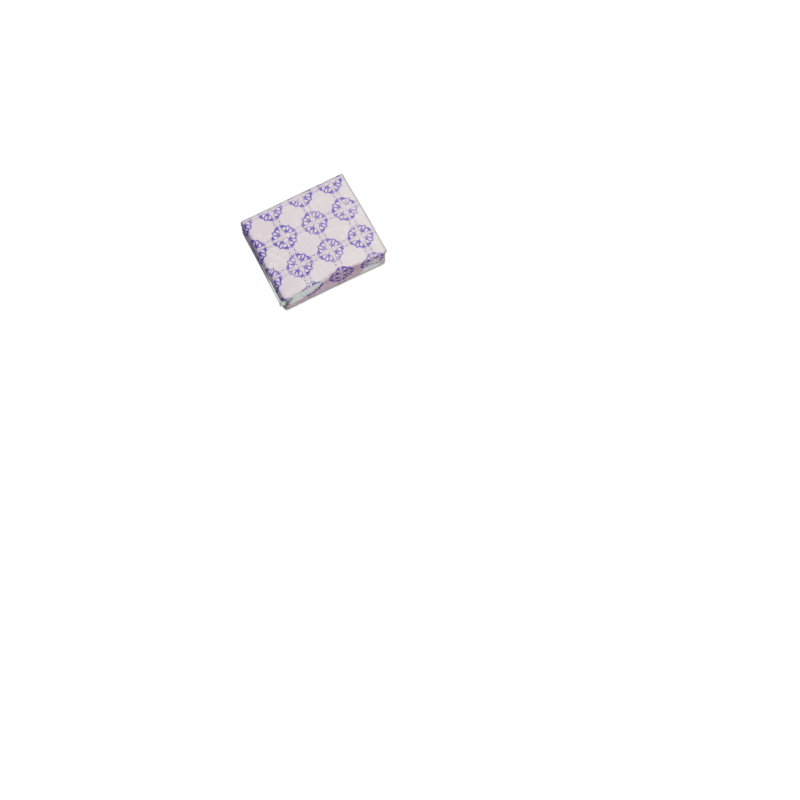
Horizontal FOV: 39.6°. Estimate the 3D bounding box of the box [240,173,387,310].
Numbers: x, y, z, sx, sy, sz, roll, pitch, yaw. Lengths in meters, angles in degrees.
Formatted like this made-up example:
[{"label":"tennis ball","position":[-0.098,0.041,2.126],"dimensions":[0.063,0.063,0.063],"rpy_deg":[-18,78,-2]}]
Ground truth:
[{"label":"box","position":[-0.066,-0.120,0.840],"dimensions":[0.089,0.077,0.029],"rpy_deg":[-26,-19,-10]}]
